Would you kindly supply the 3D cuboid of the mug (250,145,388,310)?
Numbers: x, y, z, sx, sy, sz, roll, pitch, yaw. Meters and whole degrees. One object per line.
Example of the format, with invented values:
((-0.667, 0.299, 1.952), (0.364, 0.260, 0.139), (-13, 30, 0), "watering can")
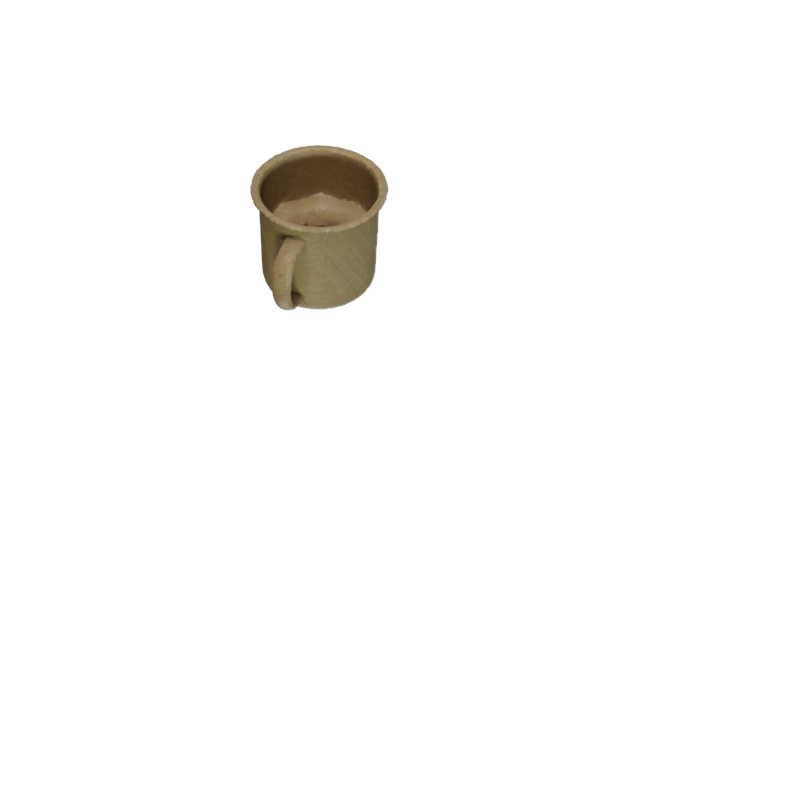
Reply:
((-0.060, -0.109, 0.764), (0.095, 0.076, 0.123), (13, 47, 11), "mug")
